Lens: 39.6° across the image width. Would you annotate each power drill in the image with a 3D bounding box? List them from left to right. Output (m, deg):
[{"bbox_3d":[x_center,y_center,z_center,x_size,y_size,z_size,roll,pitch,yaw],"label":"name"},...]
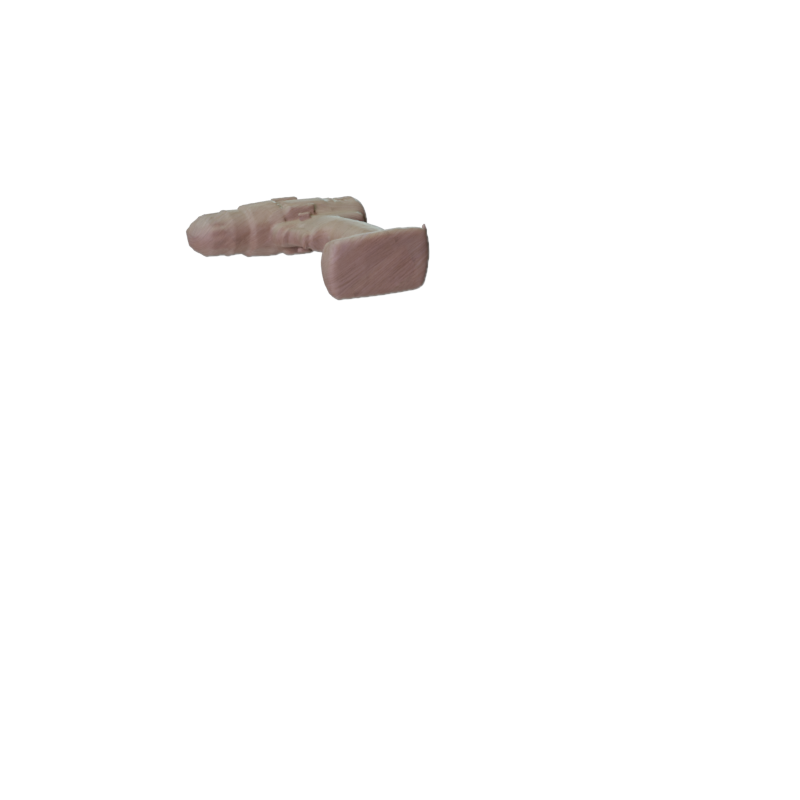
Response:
[{"bbox_3d":[-0.078,-0.143,0.999,0.180,0.055,0.200,-14,27,-29],"label":"power drill"}]
